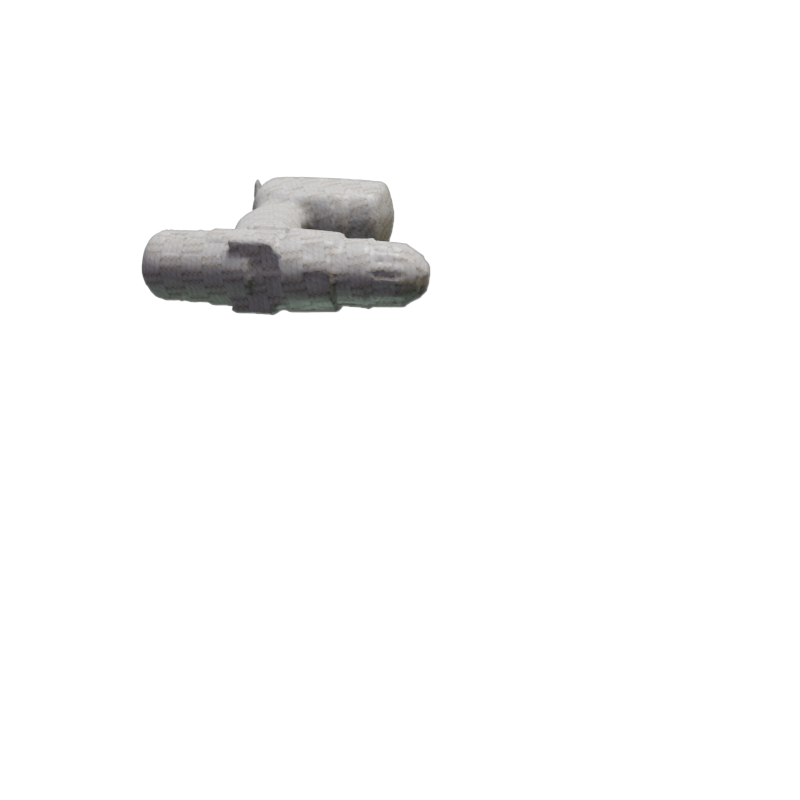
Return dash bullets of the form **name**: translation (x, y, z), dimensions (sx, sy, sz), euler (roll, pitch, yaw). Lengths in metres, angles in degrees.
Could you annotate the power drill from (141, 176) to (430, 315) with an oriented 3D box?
- **power drill**: translation (-0.059, -0.108, 0.754), dimensions (0.188, 0.055, 0.191), euler (5, 21, 13)
